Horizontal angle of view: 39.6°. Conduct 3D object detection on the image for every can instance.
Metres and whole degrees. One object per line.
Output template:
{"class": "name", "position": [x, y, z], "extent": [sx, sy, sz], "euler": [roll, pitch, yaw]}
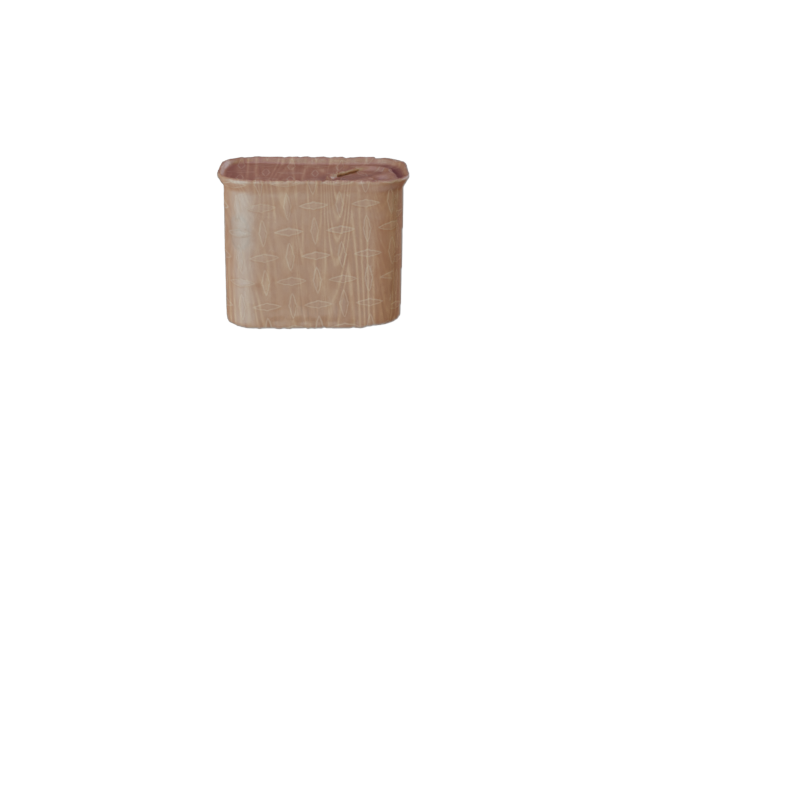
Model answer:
{"class": "can", "position": [-0.047, -0.087, 0.607], "extent": [0.102, 0.080, 0.060], "euler": [0, 20, -1]}
